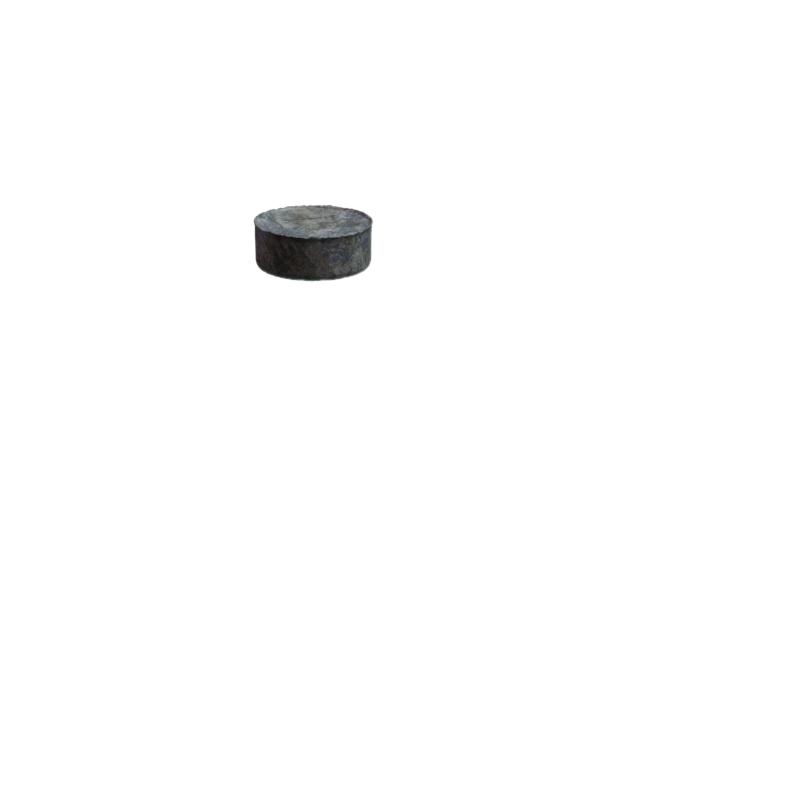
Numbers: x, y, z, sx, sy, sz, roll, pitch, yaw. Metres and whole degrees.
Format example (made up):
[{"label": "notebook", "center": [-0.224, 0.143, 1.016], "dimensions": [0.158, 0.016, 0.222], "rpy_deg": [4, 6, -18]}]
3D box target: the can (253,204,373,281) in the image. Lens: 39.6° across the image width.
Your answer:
[{"label": "can", "center": [-0.063, -0.114, 0.802], "dimensions": [0.086, 0.032, 0.090], "rpy_deg": [-1, 23, -2]}]
